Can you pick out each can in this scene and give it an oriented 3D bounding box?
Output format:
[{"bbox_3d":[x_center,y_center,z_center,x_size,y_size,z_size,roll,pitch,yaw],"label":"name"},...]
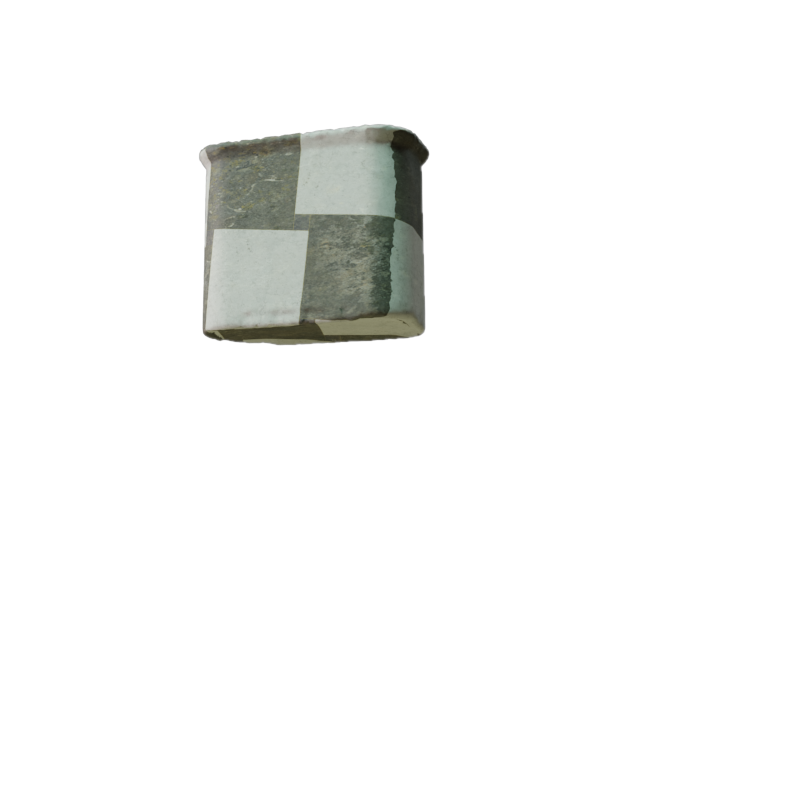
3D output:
[{"bbox_3d":[-0.039,-0.070,0.493,0.104,0.087,0.055,-4,-12,18],"label":"can"}]
